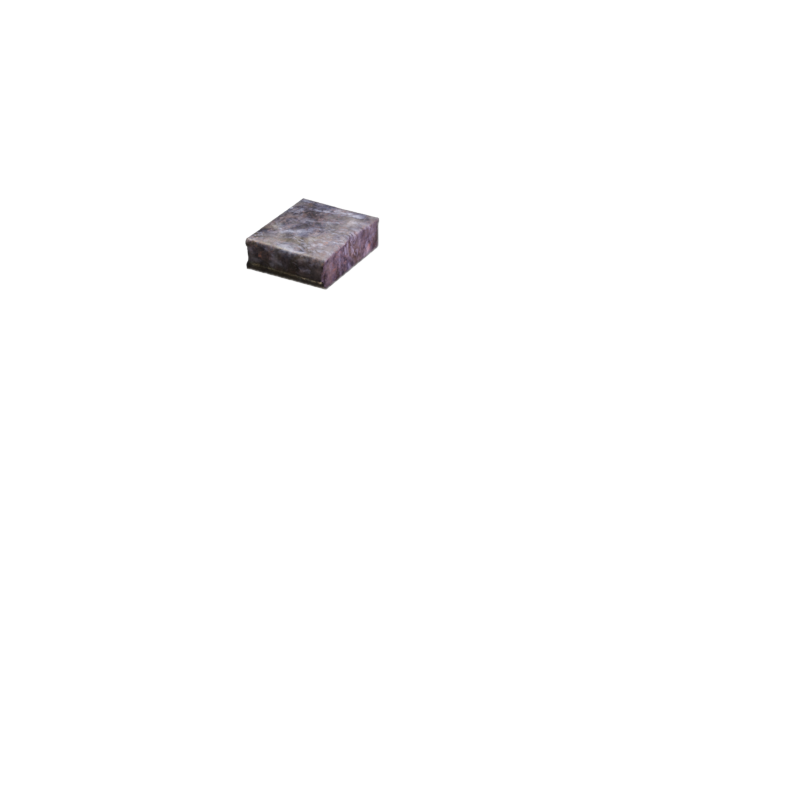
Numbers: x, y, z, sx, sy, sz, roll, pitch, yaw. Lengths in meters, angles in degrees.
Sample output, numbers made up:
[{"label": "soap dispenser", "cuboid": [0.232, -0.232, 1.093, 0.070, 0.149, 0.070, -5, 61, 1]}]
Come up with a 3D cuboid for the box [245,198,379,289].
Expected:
[{"label": "box", "cuboid": [-0.069, -0.125, 0.879, 0.076, 0.028, 0.091, 17, 36, 24]}]
